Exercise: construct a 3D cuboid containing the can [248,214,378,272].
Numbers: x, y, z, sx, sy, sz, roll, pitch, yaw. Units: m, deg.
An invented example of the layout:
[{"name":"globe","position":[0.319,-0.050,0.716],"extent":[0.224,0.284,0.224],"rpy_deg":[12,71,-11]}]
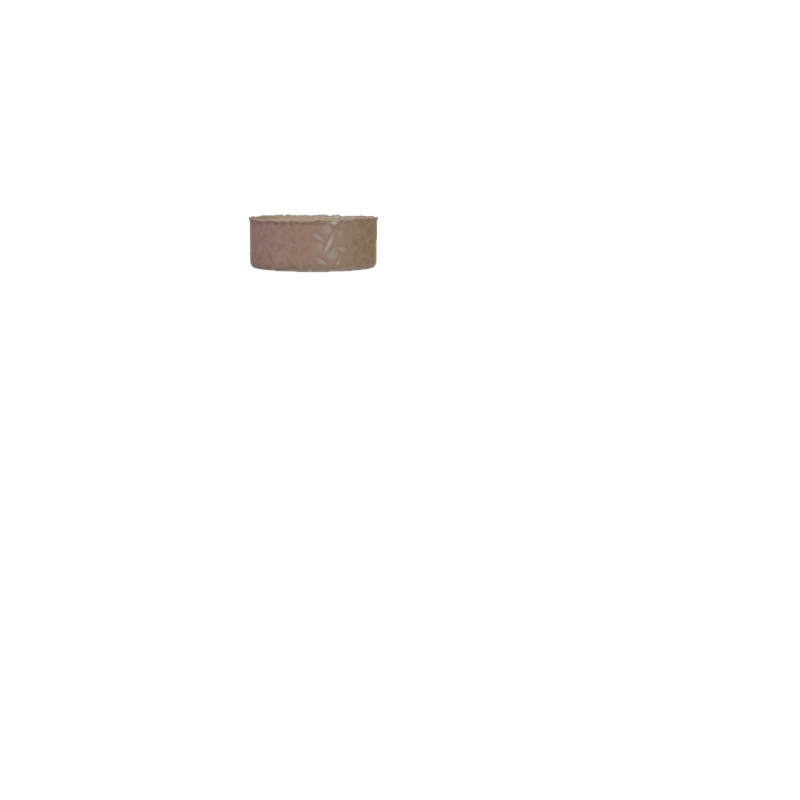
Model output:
[{"name":"can","position":[-0.058,-0.105,0.735],"extent":[0.086,0.033,0.088],"rpy_deg":[0,11,-2]}]
